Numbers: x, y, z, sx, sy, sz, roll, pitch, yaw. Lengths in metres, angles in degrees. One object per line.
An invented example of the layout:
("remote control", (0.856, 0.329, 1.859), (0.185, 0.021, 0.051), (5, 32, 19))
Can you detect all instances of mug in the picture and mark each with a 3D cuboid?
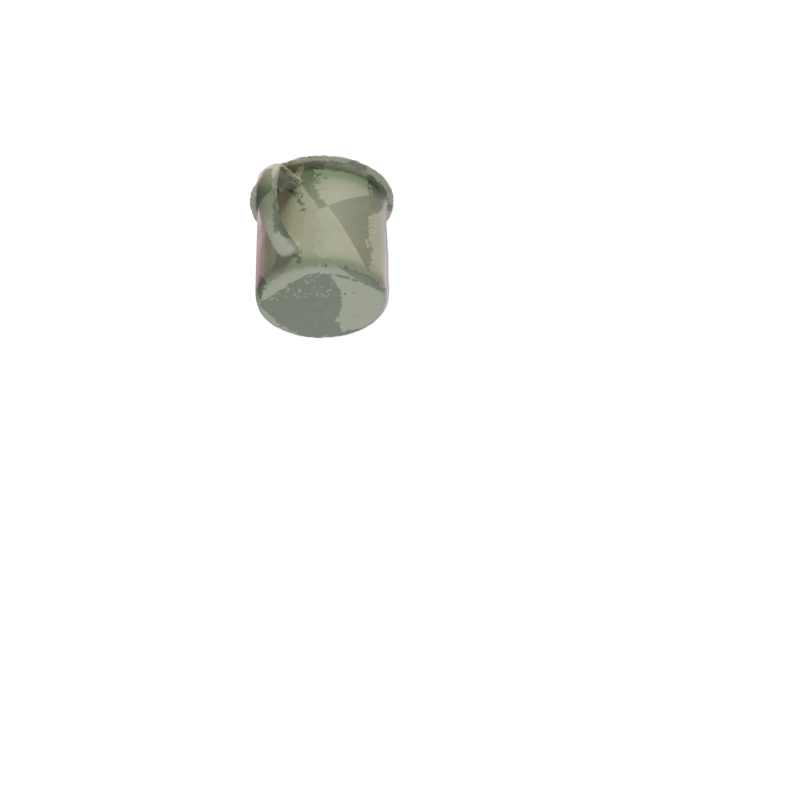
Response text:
("mug", (-0.054, -0.098, 0.684), (0.094, 0.087, 0.108), (-15, -35, 20))
